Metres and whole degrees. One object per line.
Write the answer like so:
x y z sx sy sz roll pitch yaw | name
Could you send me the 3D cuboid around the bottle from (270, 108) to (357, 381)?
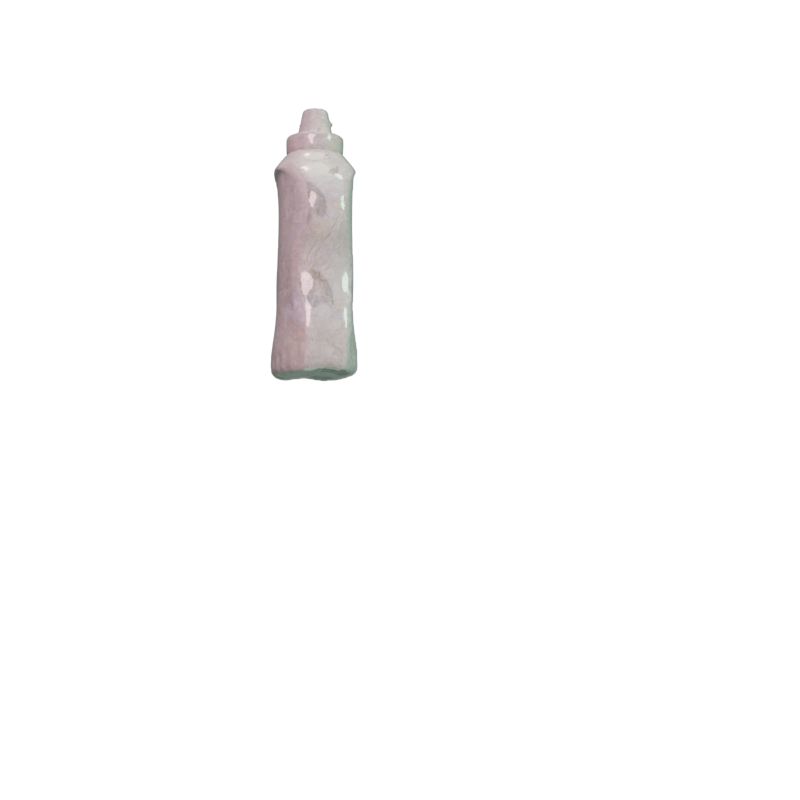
-0.061 -0.112 0.782 0.057 0.197 0.095 1 -9 -12 | bottle
